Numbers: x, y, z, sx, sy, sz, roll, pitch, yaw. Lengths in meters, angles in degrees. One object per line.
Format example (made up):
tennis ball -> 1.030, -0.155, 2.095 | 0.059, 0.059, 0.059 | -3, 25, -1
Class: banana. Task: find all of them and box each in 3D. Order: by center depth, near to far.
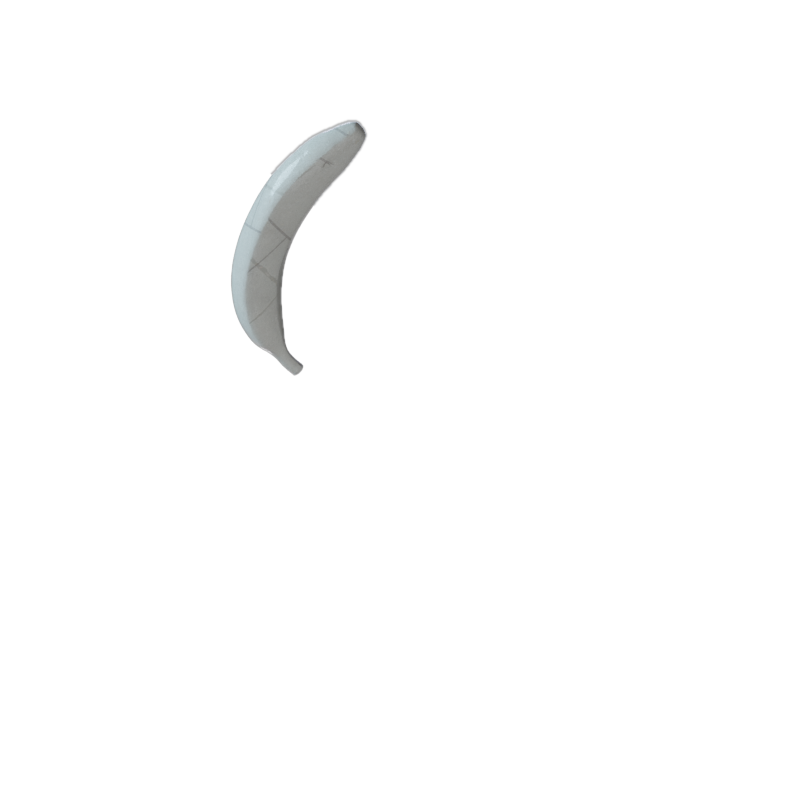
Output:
banana -> -0.081, -0.114, 0.797 | 0.069, 0.190, 0.039 | 14, 24, -8
